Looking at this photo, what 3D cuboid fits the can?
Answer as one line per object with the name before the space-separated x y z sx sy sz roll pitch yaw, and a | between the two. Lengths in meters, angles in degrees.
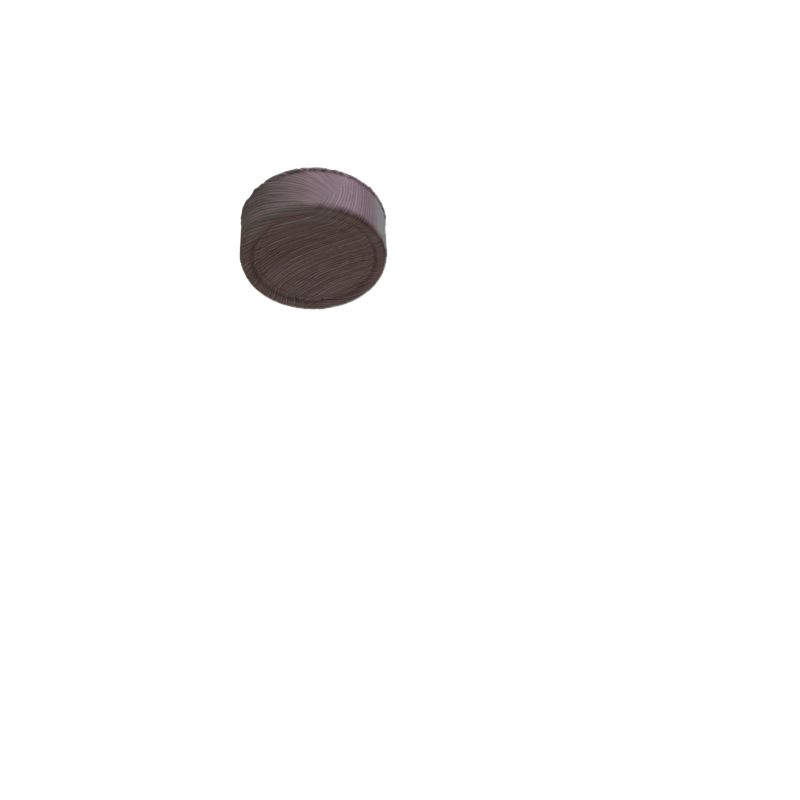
can | -0.050 -0.092 0.642 0.086 0.036 0.080 1 -41 -1
